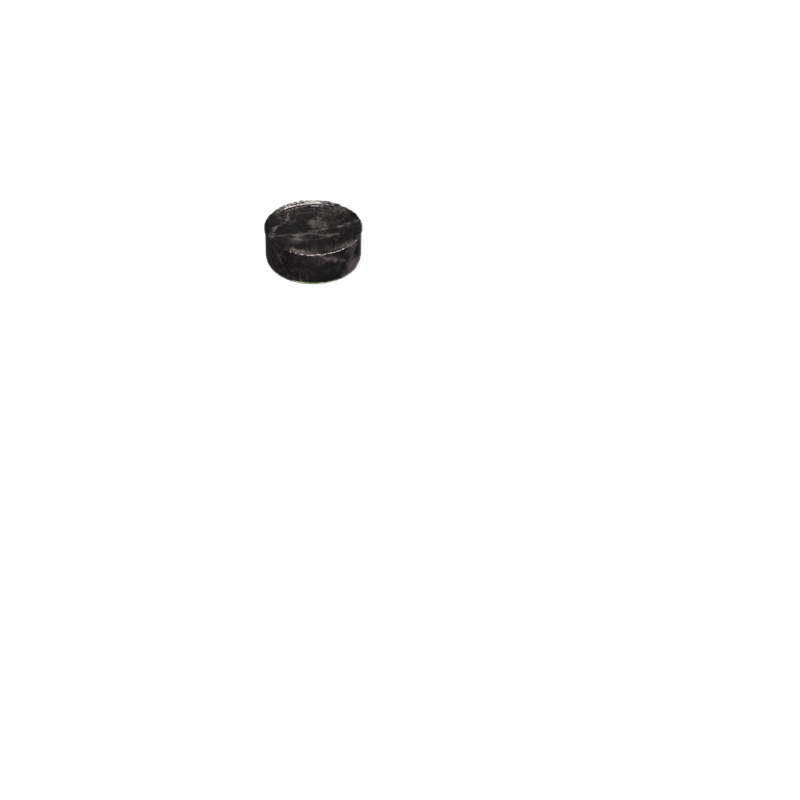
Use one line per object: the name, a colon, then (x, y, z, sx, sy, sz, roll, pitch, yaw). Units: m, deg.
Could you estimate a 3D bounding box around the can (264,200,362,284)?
can: (-0.076, -0.139, 0.972, 0.086, 0.031, 0.092, -1, 40, -2)
